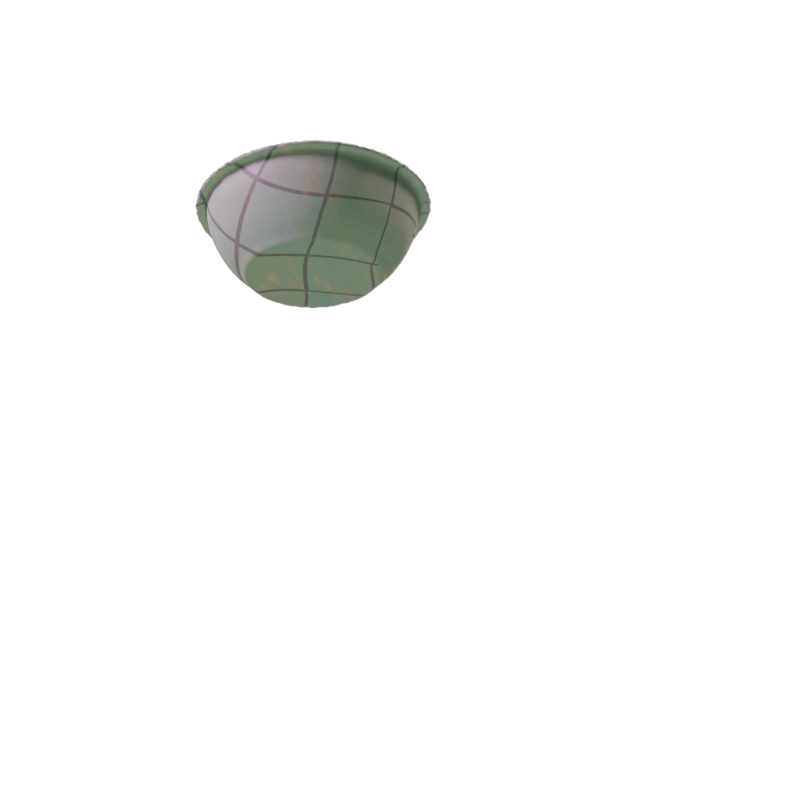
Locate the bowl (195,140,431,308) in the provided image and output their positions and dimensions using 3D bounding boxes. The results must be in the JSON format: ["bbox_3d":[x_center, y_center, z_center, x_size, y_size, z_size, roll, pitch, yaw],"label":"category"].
[{"bbox_3d":[-0.059,-0.108,0.753,0.162,0.058,0.153,1,-26,-2],"label":"bowl"}]
